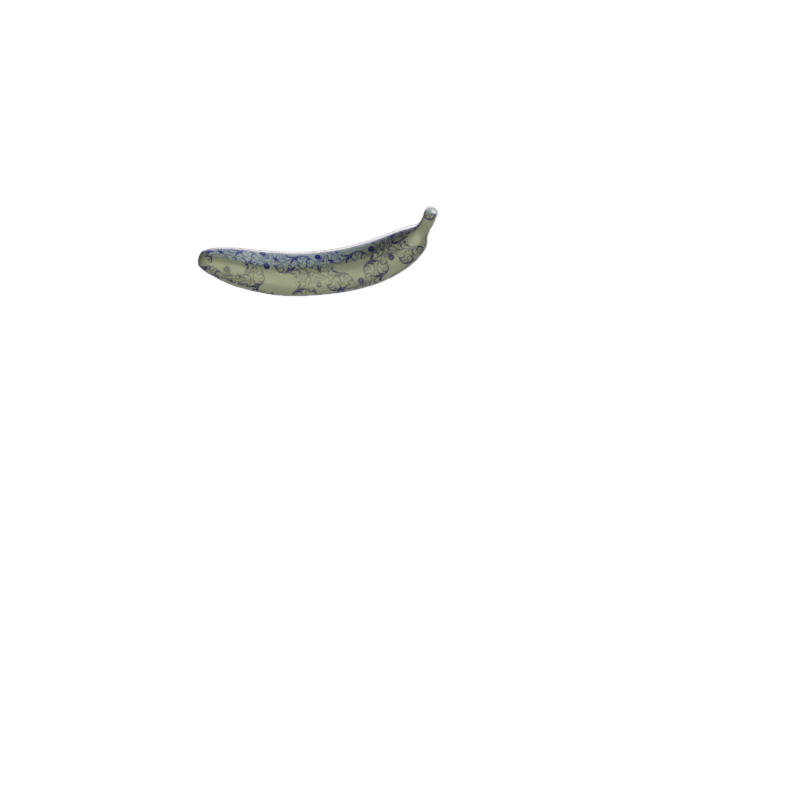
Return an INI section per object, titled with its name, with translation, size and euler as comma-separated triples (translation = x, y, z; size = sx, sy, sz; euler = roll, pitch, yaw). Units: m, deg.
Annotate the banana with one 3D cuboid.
[banana]
translation = -0.062, -0.115, 0.903
size = 0.199, 0.064, 0.039
euler = -11, 37, 8
